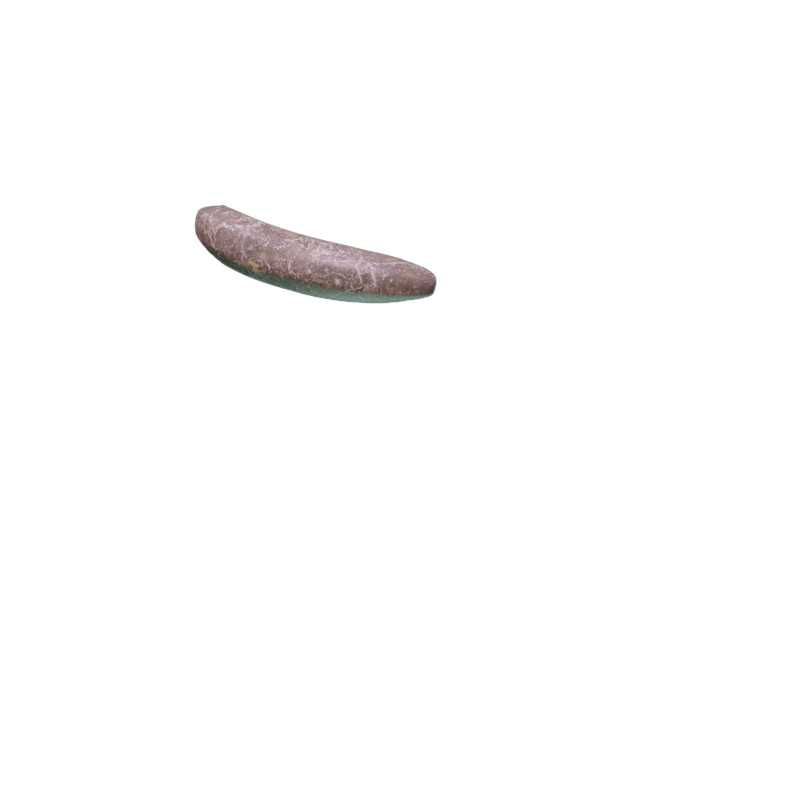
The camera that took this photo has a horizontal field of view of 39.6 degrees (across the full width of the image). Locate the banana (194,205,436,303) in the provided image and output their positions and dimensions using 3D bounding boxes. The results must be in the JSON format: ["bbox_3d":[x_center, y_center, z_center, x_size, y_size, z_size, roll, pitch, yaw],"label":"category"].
[{"bbox_3d":[-0.073,-0.100,0.738,0.210,0.035,0.070,24,39,33],"label":"banana"}]
